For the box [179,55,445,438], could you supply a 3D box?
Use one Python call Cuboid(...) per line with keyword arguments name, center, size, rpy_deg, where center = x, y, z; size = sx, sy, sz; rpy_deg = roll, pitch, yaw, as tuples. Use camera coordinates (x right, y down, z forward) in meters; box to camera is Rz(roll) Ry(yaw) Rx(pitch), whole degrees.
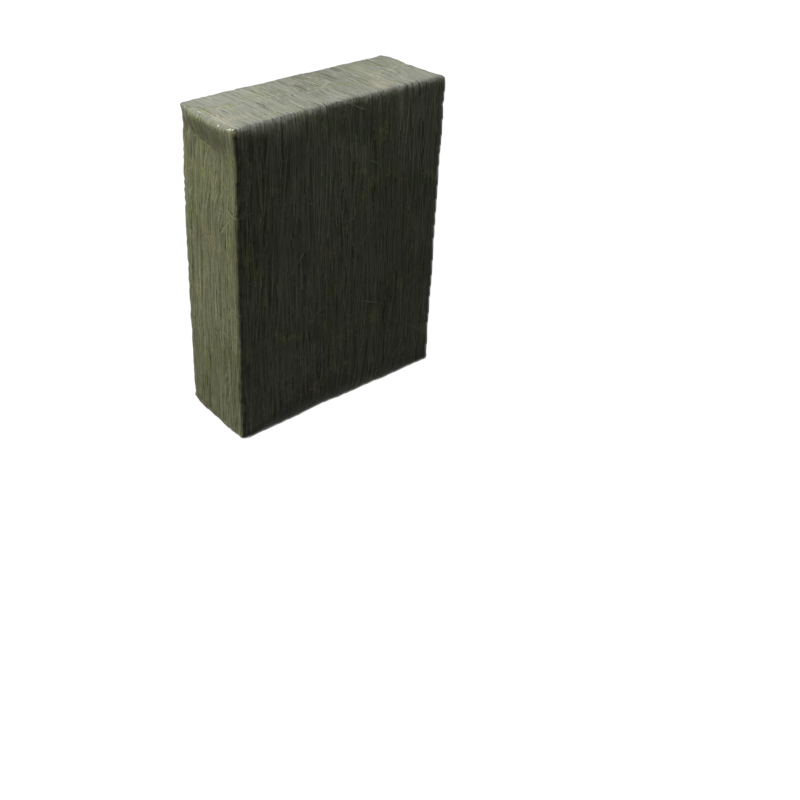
Cuboid(name="box", center=(-0.057, -0.104, 0.727), size=(0.162, 0.202, 0.077), rpy_deg=(-22, 36, -35))
